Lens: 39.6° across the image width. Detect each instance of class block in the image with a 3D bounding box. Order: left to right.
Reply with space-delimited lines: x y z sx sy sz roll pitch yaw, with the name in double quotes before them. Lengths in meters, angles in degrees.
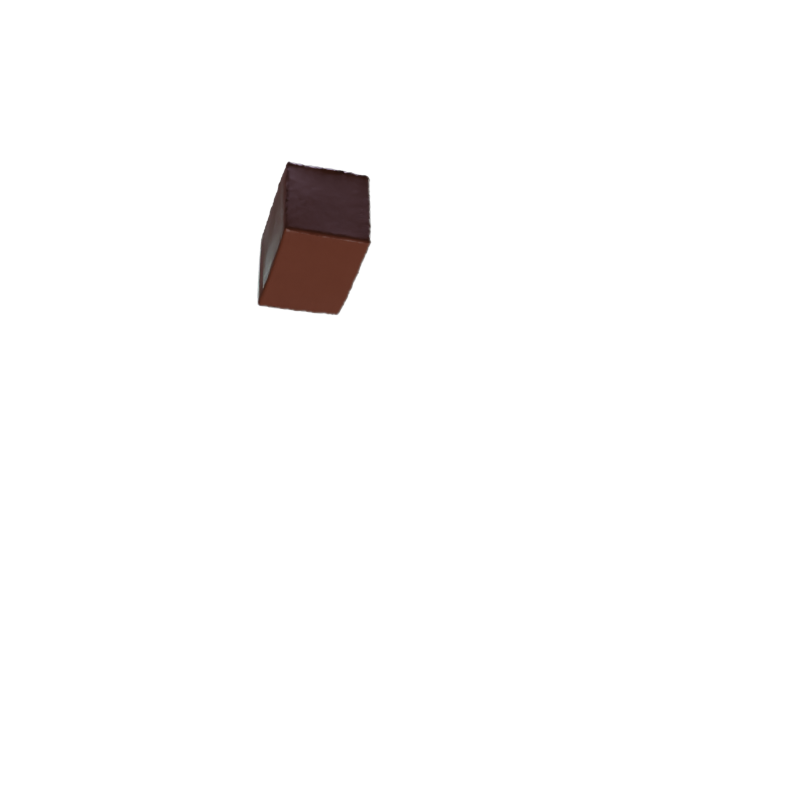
"block" -0.052 -0.095 0.665 0.052 0.055 0.074 9 -36 -15
